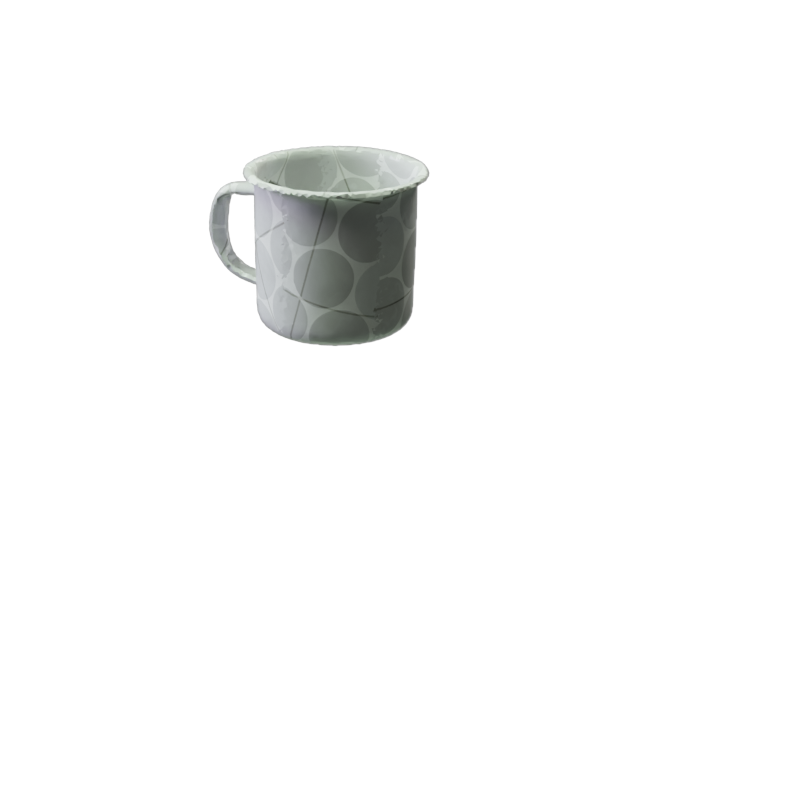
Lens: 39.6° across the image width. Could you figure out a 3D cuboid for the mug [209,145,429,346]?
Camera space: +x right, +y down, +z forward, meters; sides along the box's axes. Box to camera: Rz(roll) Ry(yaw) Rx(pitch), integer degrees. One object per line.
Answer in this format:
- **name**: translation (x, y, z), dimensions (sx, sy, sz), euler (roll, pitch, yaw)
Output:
- **mug**: translation (-0.045, -0.081, 0.570), dimensions (0.120, 0.078, 0.095), euler (8, 25, 16)
